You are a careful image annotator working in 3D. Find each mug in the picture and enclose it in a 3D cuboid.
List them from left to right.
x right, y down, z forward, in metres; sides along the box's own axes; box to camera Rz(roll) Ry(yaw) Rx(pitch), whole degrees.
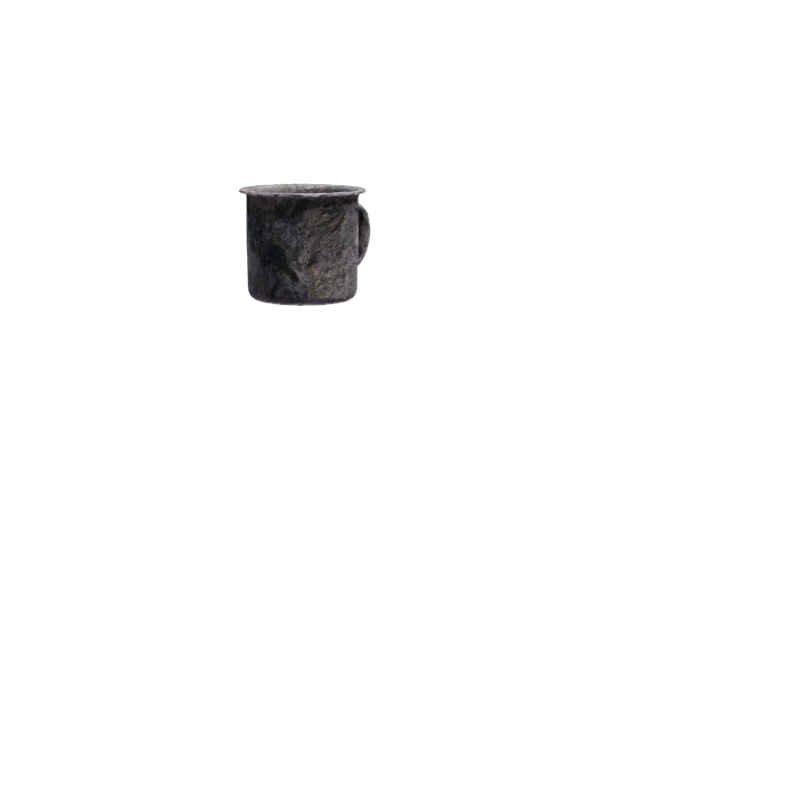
[{"bbox_3d":[-0.065,-0.118,0.827,0.098,0.080,0.114,10,16,38],"label":"mug"}]
